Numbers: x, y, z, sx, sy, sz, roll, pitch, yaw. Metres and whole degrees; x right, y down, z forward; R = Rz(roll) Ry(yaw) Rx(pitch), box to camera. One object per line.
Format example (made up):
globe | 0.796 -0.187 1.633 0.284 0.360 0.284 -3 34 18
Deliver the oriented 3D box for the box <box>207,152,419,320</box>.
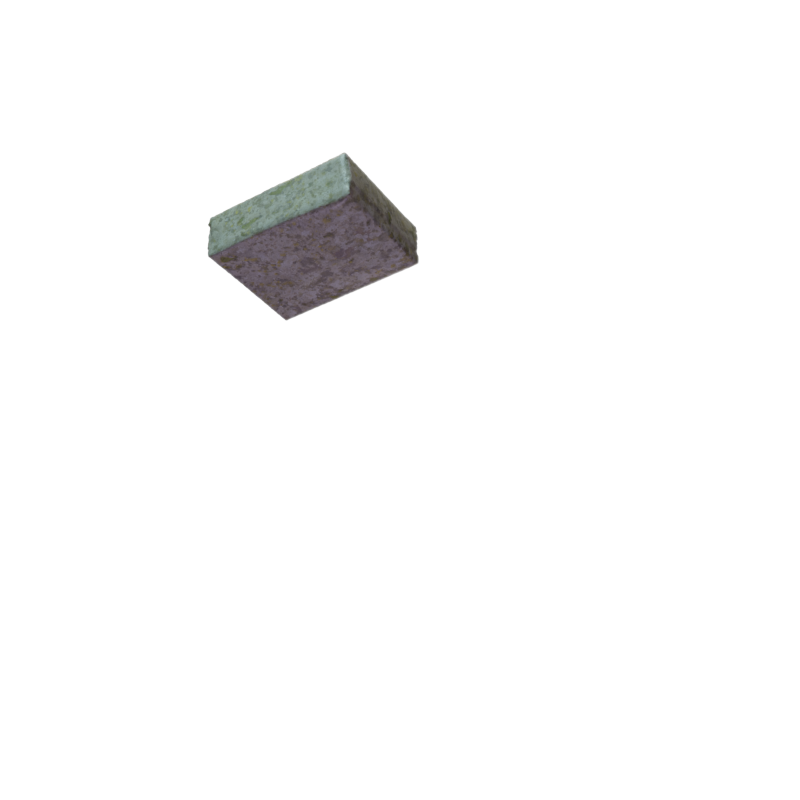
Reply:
box | -0.058 -0.105 0.738 0.114 0.042 0.083 -19 -38 26
